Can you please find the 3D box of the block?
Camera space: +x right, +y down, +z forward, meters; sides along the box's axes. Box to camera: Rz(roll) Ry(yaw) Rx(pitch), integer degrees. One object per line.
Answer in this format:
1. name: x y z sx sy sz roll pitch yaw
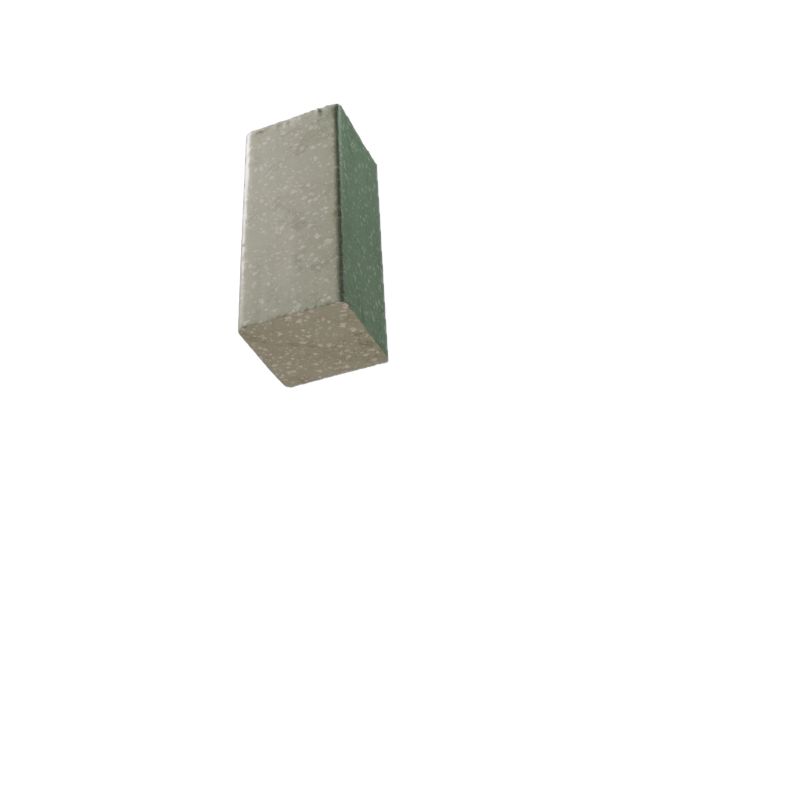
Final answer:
1. block: -0.071 -0.129 0.899 0.092 0.221 0.083 -16 -38 17
